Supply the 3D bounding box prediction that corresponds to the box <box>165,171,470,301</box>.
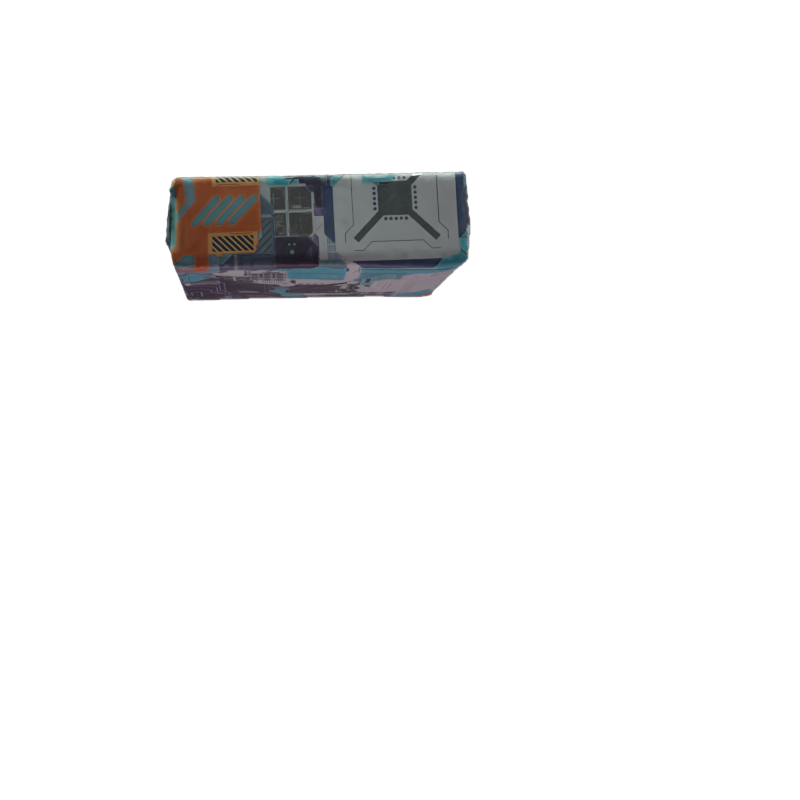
[{"bbox_3d":[-0.035,-0.064,0.450,0.113,0.040,0.089,0,-4,-5],"label":"box"}]
